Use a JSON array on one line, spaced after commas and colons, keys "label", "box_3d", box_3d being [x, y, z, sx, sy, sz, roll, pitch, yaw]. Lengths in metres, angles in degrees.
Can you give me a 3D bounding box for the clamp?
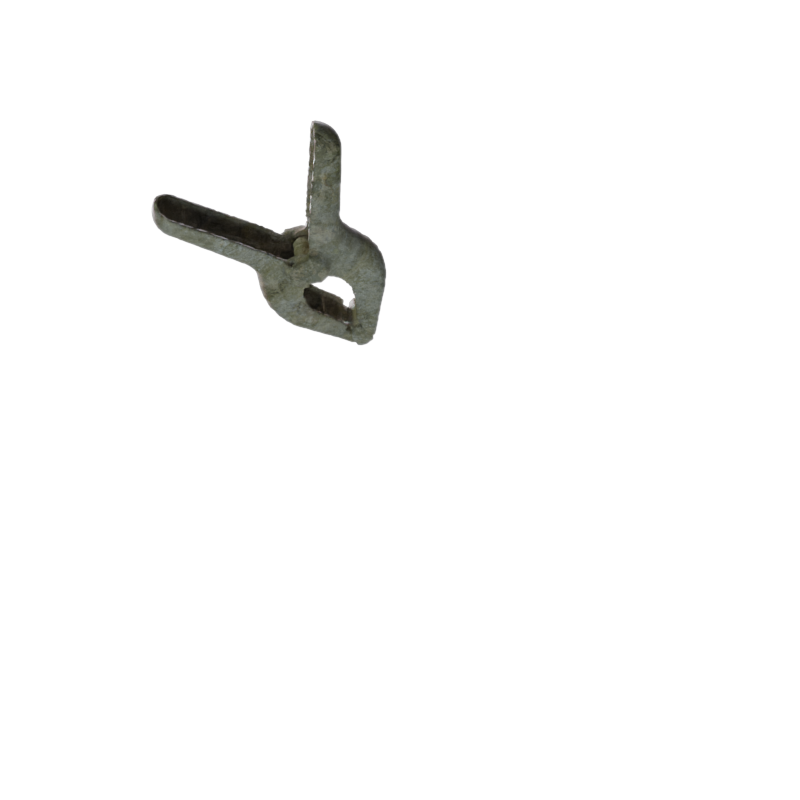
[{"label": "clamp", "box_3d": [-0.053, -0.096, 0.672, 0.120, 0.042, 0.159, -24, -42, 29]}]
